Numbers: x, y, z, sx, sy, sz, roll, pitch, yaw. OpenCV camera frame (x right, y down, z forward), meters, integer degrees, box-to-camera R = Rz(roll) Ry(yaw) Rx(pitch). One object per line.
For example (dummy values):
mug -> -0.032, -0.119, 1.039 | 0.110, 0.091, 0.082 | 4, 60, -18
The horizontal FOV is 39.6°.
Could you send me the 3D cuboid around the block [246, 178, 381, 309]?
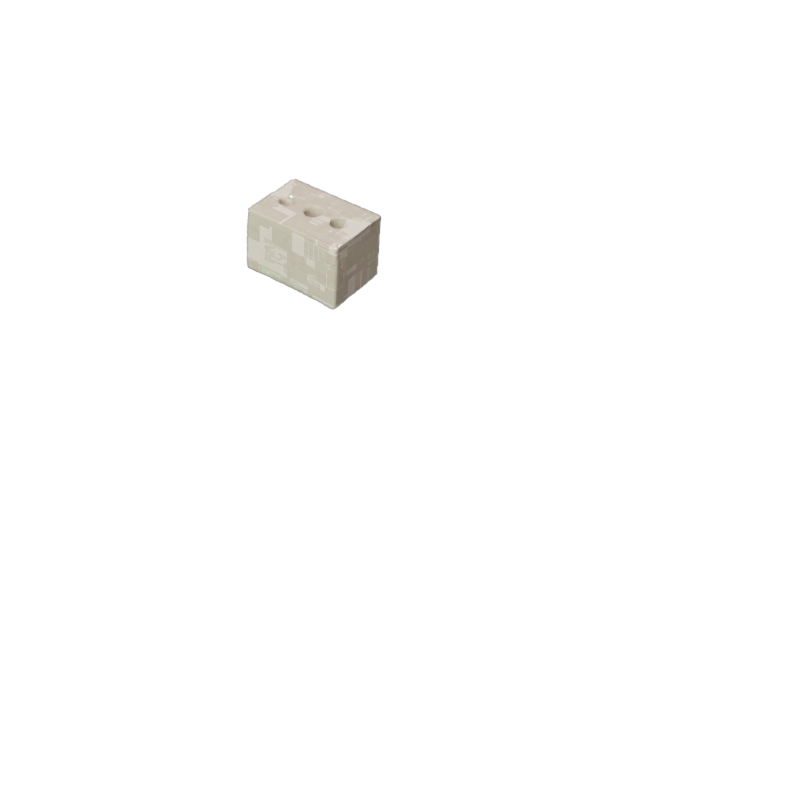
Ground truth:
block -> -0.059, -0.108, 0.753 | 0.082, 0.048, 0.053 | 26, 45, 27
